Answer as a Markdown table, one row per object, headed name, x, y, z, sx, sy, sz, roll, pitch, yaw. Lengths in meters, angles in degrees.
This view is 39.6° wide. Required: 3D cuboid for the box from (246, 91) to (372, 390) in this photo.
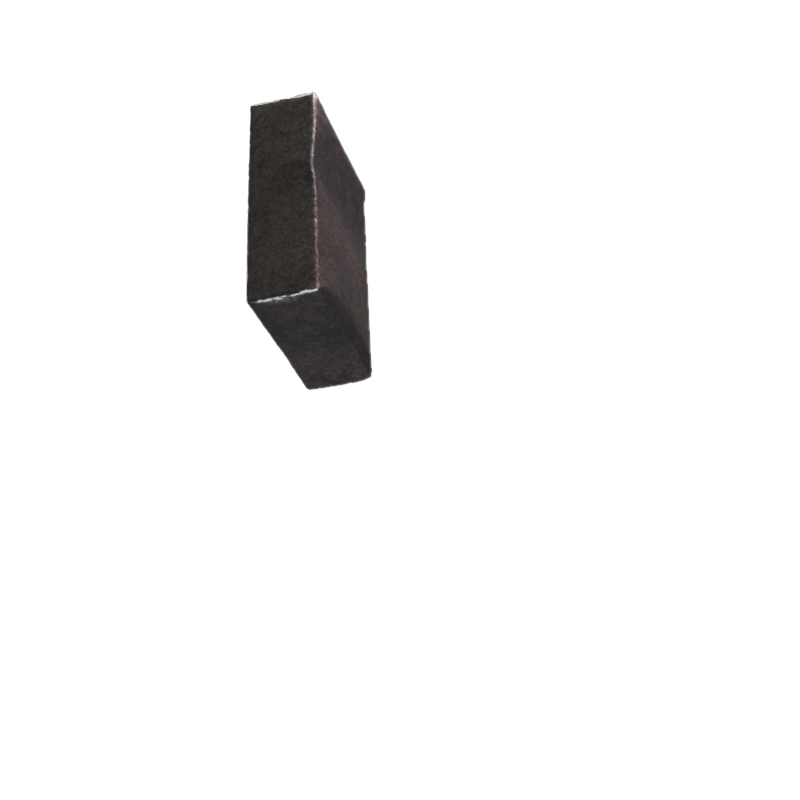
| name | x | y | z | sx | sy | sz | roll | pitch | yaw |
| --- | --- | --- | --- | --- | --- | --- | --- | --- | --- |
| box | -0.078 | -0.142 | 0.996 | 0.073 | 0.228 | 0.152 | -11 | -33 | 12 |
